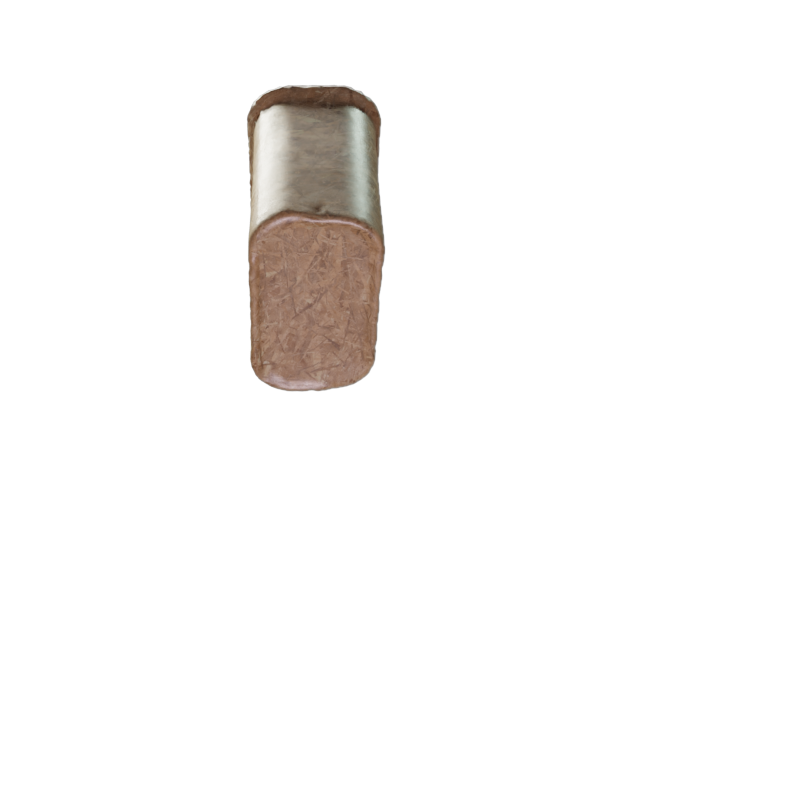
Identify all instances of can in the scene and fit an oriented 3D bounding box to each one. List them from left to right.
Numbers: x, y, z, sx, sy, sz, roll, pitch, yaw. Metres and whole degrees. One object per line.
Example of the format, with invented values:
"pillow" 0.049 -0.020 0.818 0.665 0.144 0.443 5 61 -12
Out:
"can" -0.036 -0.066 0.464 0.057 0.090 0.095 1 -45 -4
